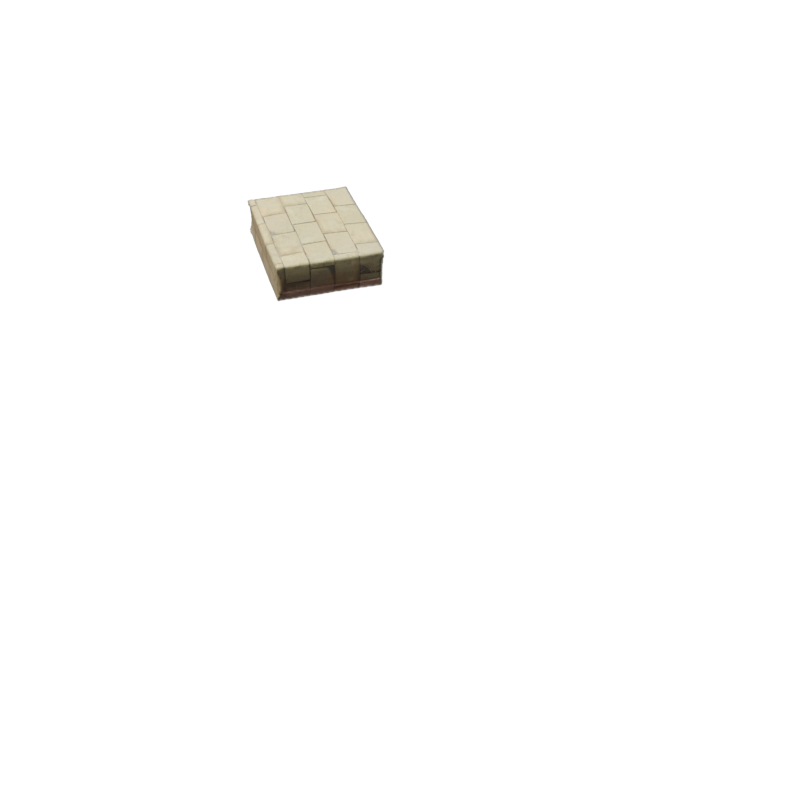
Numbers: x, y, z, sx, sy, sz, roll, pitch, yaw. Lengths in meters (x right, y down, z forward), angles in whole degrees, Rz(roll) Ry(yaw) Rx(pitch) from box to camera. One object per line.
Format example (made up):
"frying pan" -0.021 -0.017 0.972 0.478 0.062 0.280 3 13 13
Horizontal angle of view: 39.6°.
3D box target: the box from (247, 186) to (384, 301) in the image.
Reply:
"box" -0.072 -0.132 0.928 0.089 0.036 0.123 -10 37 -14
